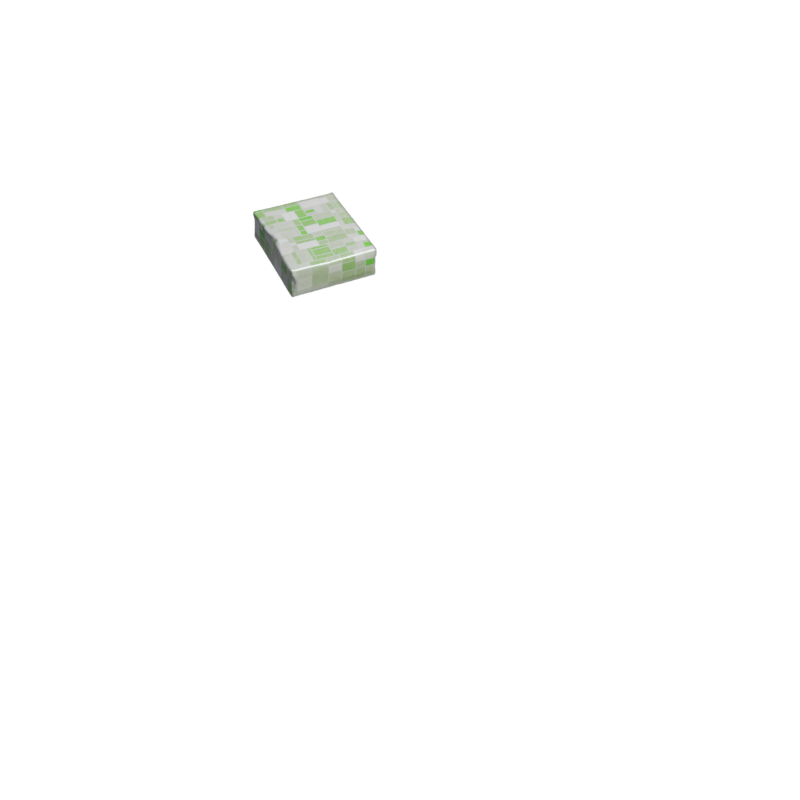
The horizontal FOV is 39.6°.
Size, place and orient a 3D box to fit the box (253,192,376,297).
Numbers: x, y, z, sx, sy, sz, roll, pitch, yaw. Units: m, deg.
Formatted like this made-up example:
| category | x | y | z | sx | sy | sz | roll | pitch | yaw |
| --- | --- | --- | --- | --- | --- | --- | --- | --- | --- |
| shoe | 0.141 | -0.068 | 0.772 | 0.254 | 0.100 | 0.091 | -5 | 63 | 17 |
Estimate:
| category | x | y | z | sx | sy | sz | roll | pitch | yaw |
| --- | --- | --- | --- | --- | --- | --- | --- | --- | --- |
| box | -0.070 | -0.128 | 0.896 | 0.072 | 0.028 | 0.097 | -16 | 45 | -18 |
